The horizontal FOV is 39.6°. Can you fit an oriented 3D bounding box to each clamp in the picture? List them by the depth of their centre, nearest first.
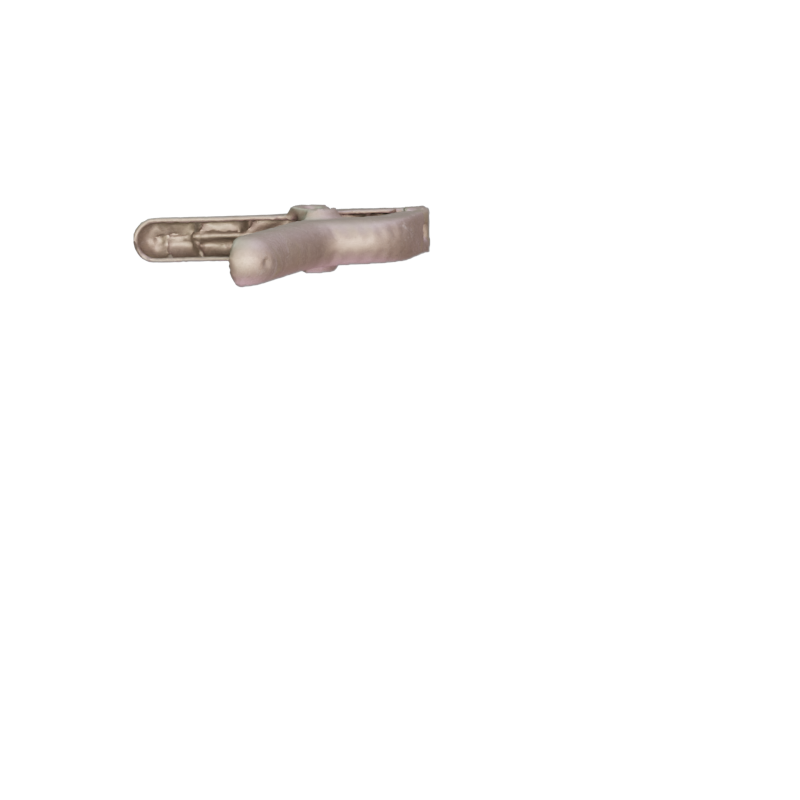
[{"bbox_3d":[-0.047,-0.086,0.602,0.168,0.038,0.128,-10,23,-25],"label":"clamp"}]
